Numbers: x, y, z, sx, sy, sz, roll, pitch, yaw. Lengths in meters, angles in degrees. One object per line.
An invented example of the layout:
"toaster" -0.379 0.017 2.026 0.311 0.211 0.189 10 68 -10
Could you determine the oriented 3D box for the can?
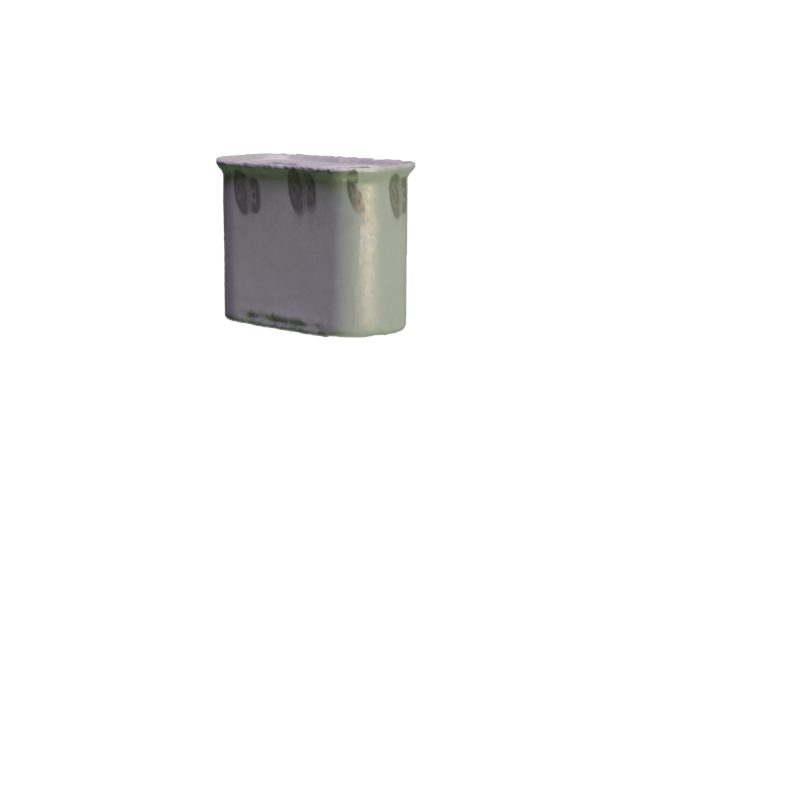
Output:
"can" -0.044 -0.080 0.562 0.107 0.082 0.056 10 15 35
